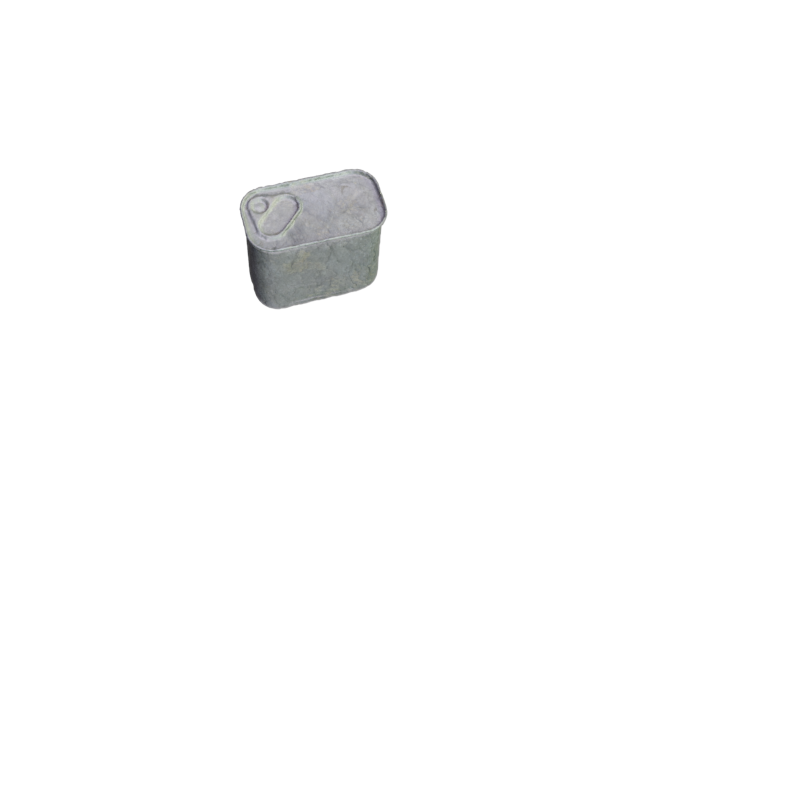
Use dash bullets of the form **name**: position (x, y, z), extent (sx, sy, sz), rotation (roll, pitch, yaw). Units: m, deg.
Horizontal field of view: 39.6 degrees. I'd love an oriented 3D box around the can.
- **can**: position (-0.064, -0.116, 0.816), extent (0.101, 0.062, 0.079), rotation (-13, -29, -9)
